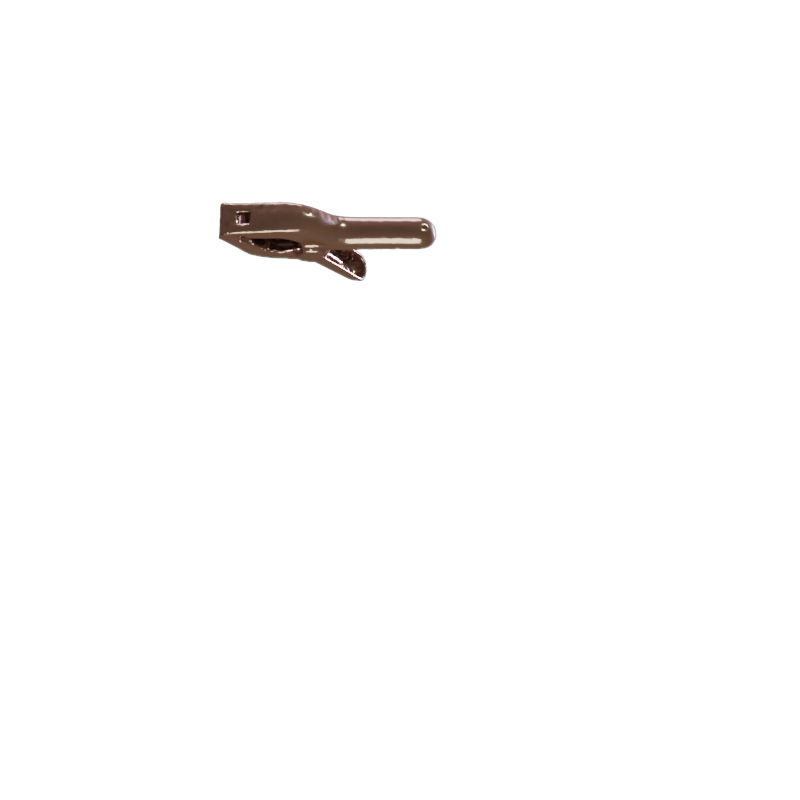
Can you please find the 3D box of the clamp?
[{"bbox_3d":[-0.071,-0.129,0.902,0.166,0.041,0.118,7,-21,-20],"label":"clamp"}]
